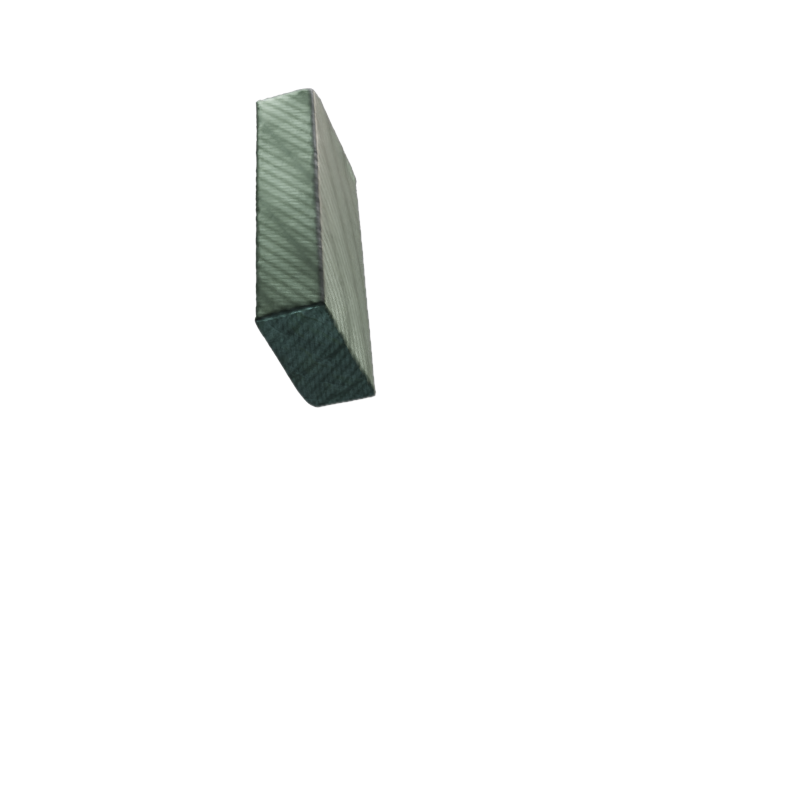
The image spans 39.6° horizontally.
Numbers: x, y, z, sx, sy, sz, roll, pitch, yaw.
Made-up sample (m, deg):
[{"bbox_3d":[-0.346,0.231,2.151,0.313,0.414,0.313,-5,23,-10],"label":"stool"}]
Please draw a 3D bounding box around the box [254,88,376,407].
[{"bbox_3d":[-0.051,-0.094,0.657,0.048,0.189,0.086,-13,-39,12],"label":"box"}]
